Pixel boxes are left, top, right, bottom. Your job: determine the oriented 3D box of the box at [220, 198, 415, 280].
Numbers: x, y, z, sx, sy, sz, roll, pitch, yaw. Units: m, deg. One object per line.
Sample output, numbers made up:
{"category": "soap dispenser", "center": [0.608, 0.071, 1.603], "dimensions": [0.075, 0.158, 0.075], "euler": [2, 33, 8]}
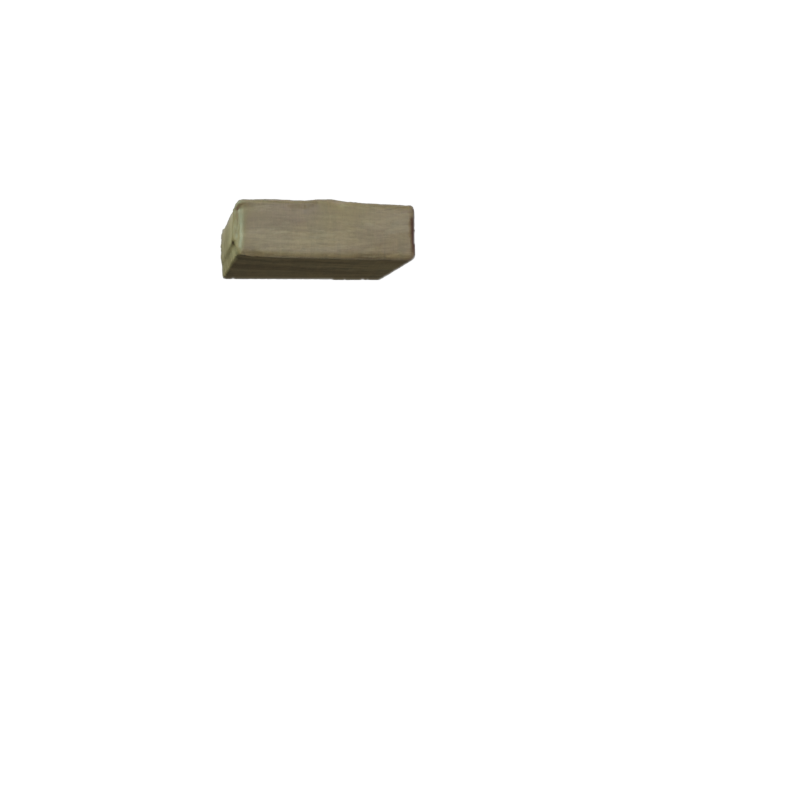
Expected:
{"category": "box", "center": [-0.044, -0.080, 0.562], "dimensions": [0.088, 0.031, 0.073], "euler": [1, -4, -11]}
